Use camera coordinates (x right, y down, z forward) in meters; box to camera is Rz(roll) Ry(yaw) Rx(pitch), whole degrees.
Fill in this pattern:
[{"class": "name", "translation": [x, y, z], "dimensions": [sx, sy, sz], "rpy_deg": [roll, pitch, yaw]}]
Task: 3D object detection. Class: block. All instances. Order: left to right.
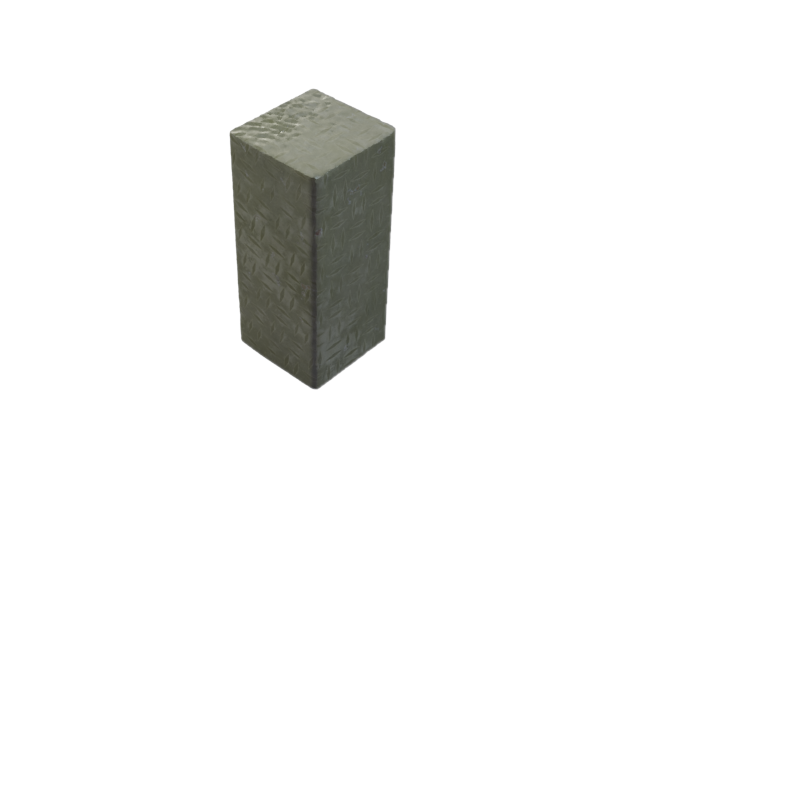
[{"class": "block", "translation": [-0.067, -0.123, 0.865], "dimensions": [0.096, 0.192, 0.091], "rpy_deg": [32, 49, 29]}]
